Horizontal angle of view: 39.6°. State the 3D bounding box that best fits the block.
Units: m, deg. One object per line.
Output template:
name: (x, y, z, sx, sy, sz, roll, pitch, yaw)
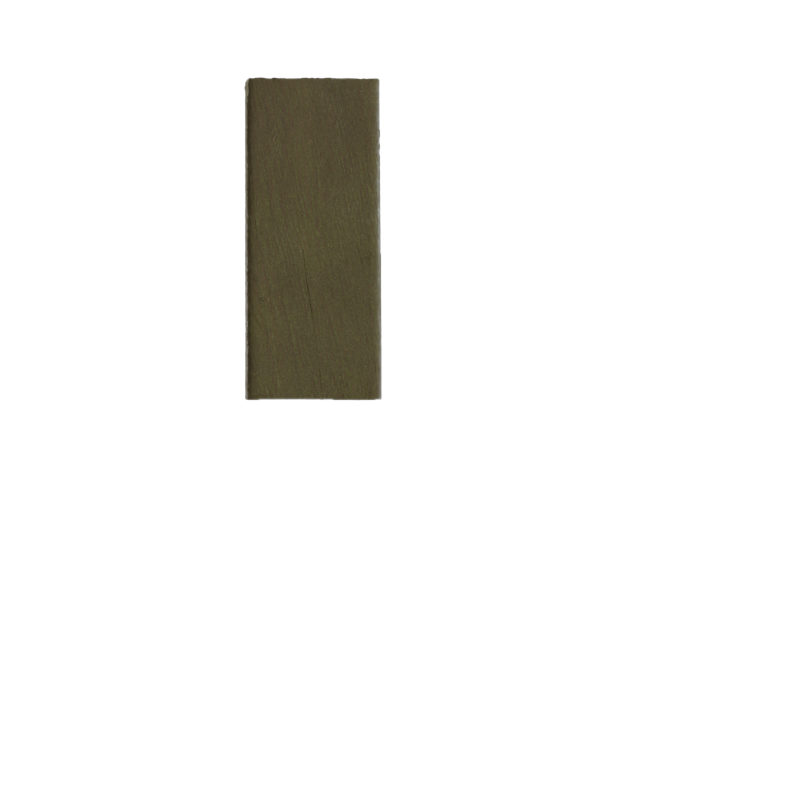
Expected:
block: (-0.059, -0.107, 0.750, 0.090, 0.208, 0.090, 0, -3, -3)
